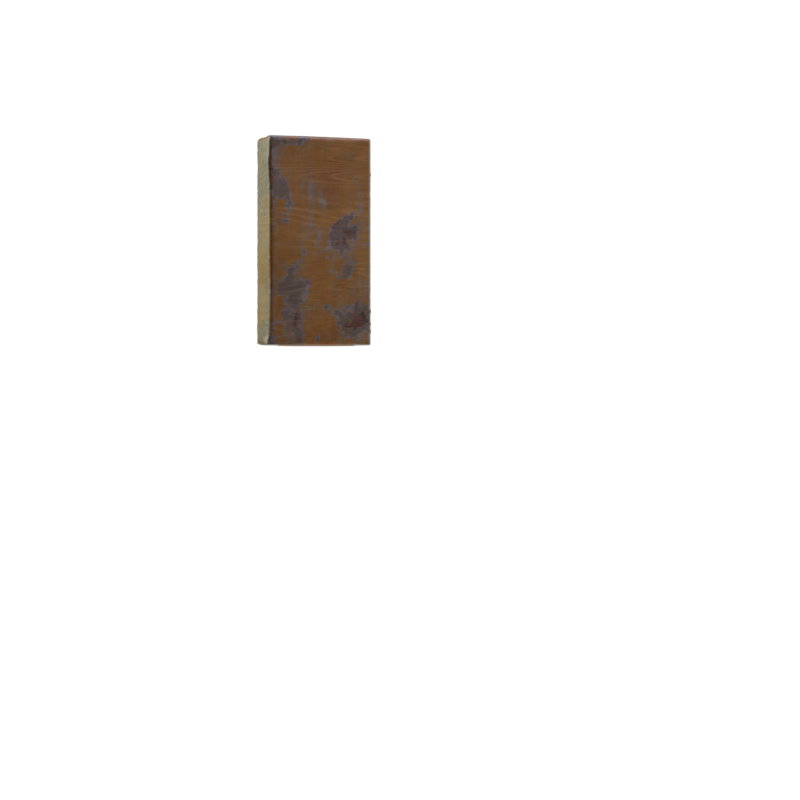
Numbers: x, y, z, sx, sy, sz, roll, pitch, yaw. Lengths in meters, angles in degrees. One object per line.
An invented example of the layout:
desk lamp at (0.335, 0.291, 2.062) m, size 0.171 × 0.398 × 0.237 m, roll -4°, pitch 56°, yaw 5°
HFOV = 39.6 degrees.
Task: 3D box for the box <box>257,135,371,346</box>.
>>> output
box at (-0.074, -0.134, 0.942) m, size 0.091 × 0.177 × 0.049 m, roll 0°, pitch -3°, yaw -20°
